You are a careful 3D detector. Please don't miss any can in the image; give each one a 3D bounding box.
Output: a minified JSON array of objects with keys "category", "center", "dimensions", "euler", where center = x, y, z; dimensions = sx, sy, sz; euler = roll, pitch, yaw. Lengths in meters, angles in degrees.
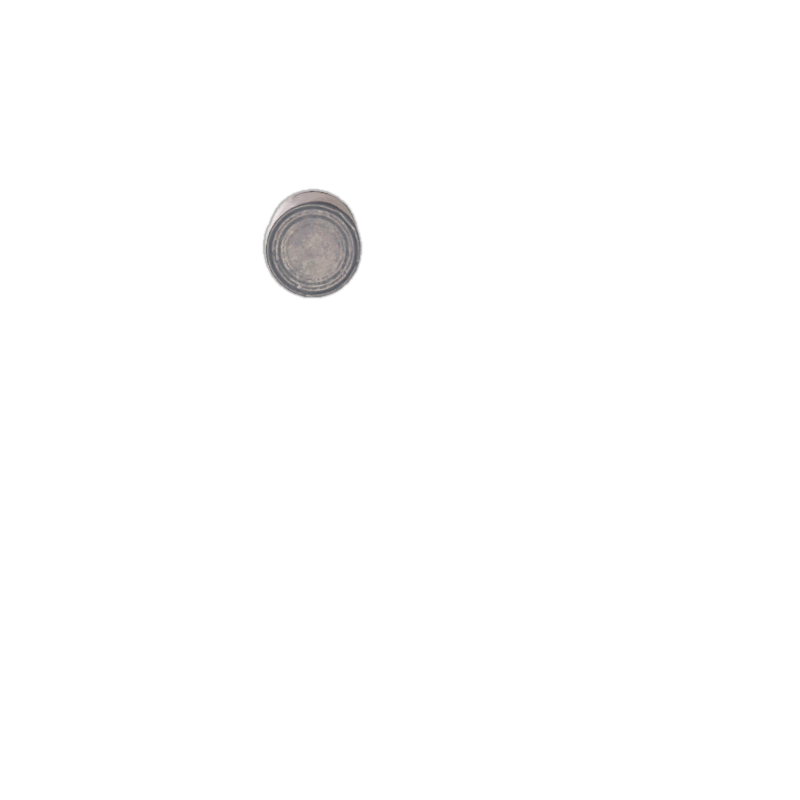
[{"category":"can","center":[-0.063,-0.114,0.801],"dimensions":[0.068,0.067,0.105],"euler":[0,12,-3]}]
